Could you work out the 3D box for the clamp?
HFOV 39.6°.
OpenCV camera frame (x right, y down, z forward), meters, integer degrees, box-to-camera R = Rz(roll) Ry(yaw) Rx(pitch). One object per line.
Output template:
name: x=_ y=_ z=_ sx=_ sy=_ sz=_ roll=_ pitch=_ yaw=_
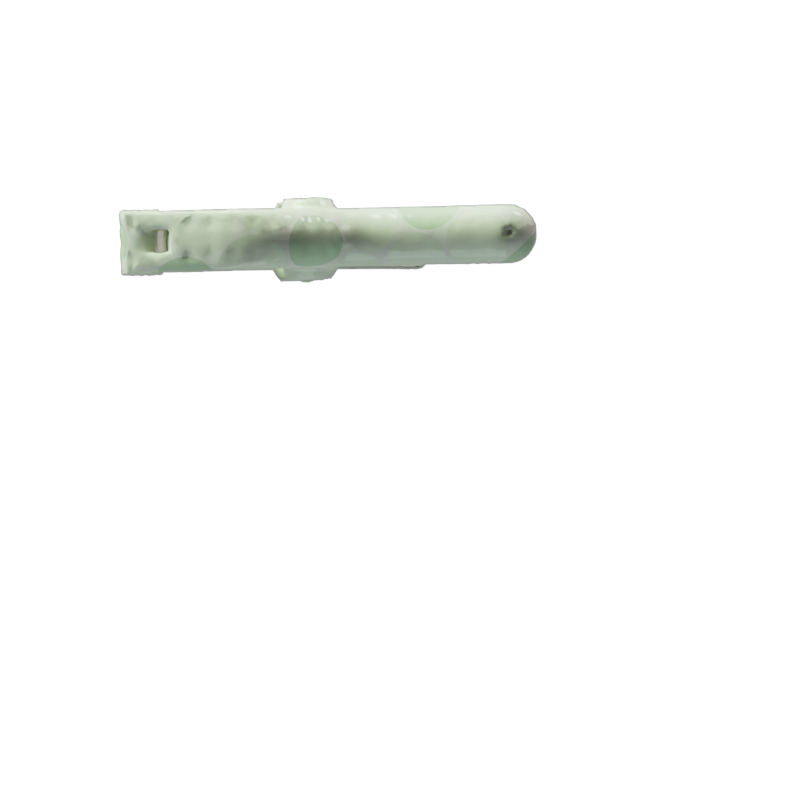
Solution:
clamp: x=-0.039 y=-0.071 z=0.497 sx=0.169 sy=0.040 sz=0.120 roll=0 pitch=-1 yaw=-11
